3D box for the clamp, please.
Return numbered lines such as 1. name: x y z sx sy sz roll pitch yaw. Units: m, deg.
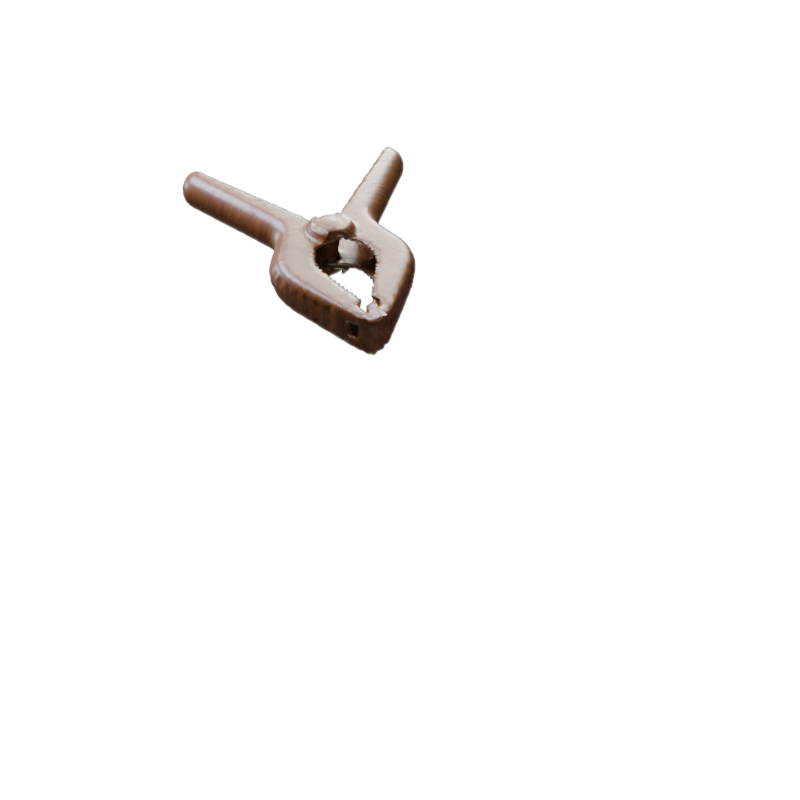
1. clamp: -0.058 -0.106 0.743 0.163 0.034 0.227 -7 40 -9
